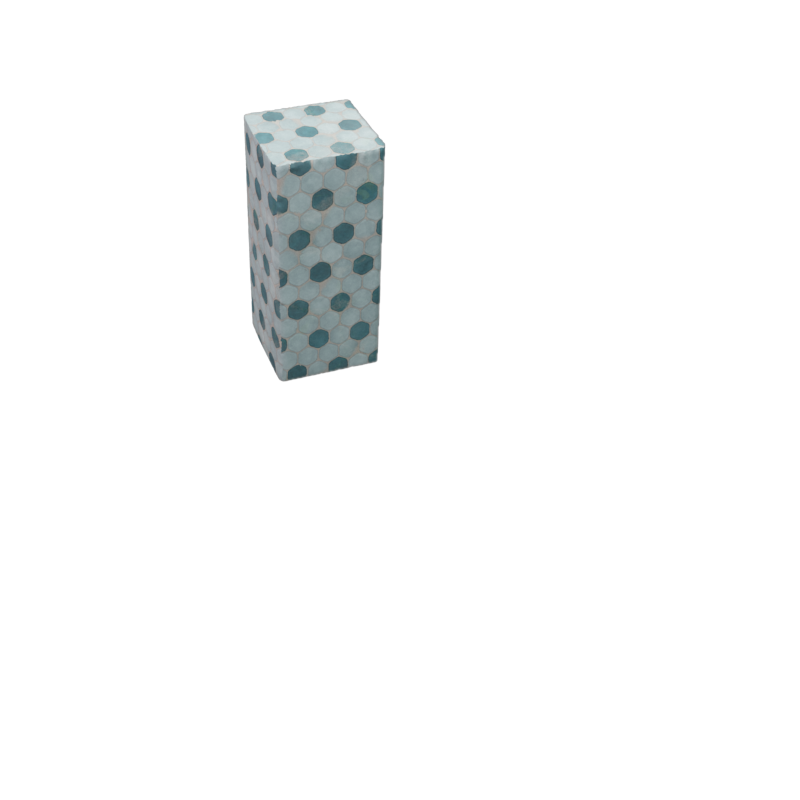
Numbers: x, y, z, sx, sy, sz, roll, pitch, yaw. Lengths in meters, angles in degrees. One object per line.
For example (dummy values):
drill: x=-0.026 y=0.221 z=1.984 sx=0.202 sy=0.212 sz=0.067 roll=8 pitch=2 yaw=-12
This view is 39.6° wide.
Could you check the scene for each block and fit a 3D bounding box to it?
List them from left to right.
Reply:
block: x=-0.071 y=-0.129 z=0.903 sx=0.089 sy=0.193 sz=0.098 roll=-10 pitch=38 yaw=-17
